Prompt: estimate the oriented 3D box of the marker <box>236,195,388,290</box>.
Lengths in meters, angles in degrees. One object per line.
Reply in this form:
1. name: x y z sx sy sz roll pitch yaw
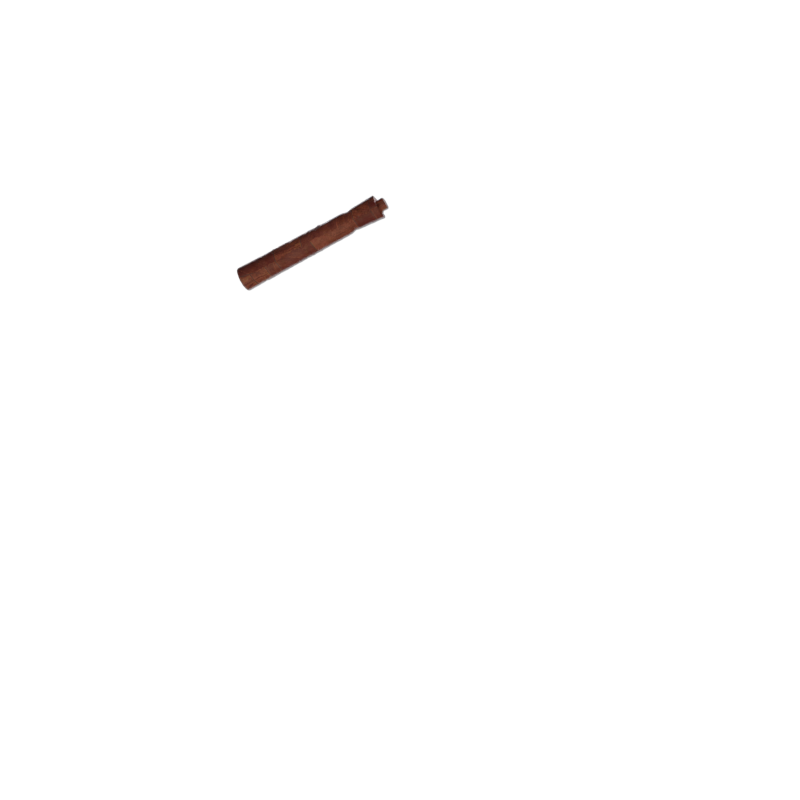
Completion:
1. marker: -0.063 -0.116 0.811 0.121 0.020 0.020 -27 -1 11
